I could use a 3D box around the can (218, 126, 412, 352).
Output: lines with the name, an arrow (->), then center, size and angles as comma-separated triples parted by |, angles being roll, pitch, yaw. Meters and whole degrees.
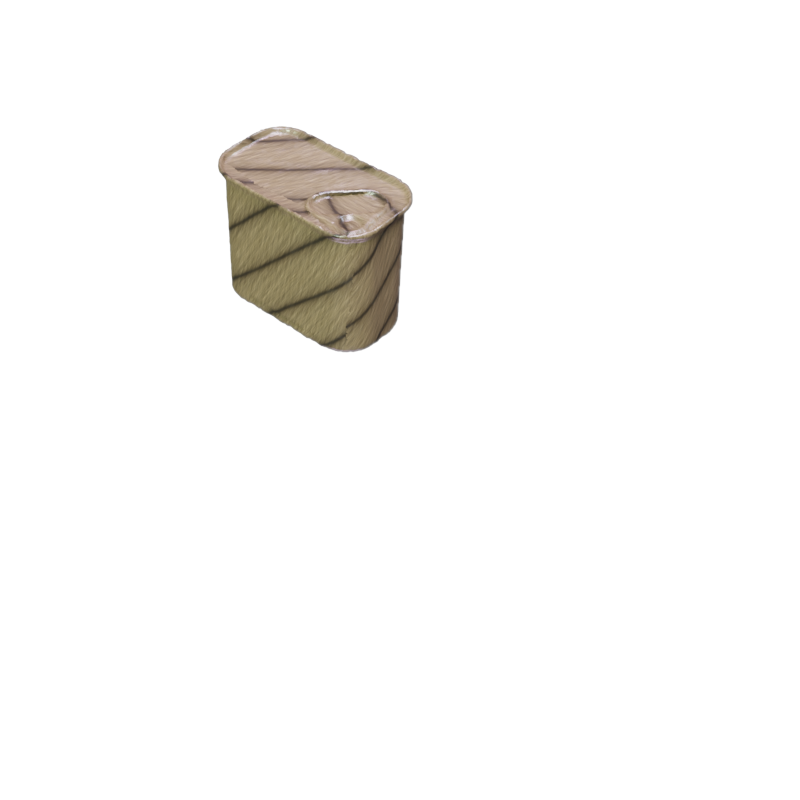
can -> -0.046, -0.083, 0.584 | 0.108, 0.078, 0.058 | 31, 50, 28
